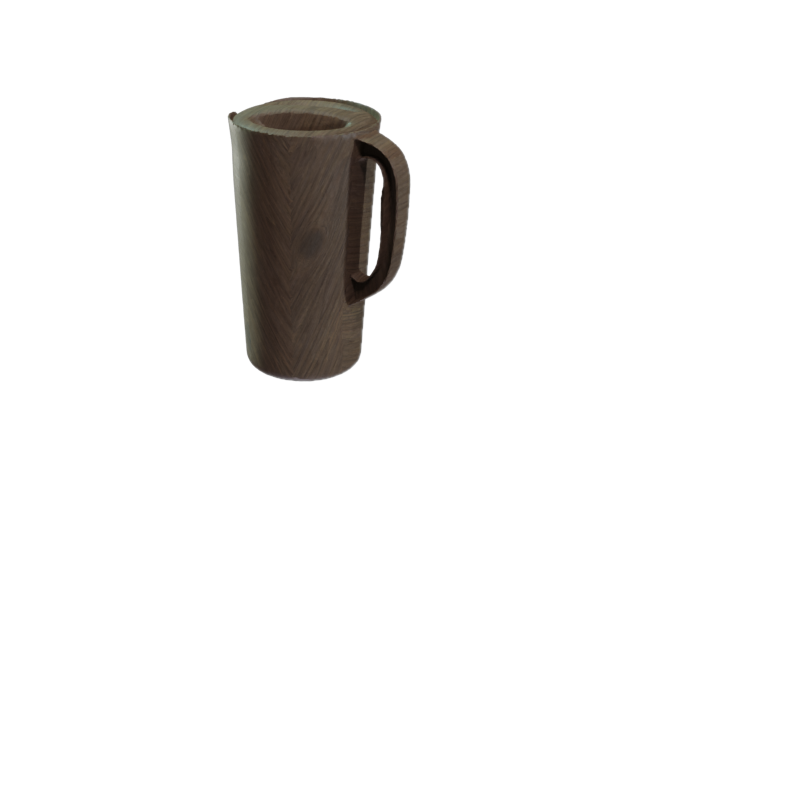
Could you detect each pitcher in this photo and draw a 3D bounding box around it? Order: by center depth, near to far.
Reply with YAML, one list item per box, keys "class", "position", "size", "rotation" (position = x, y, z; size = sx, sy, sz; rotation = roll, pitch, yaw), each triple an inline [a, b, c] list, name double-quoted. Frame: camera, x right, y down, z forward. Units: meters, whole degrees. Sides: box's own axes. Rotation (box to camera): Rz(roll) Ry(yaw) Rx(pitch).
- class: "pitcher"
  position: [-0.078, -0.141, 0.991]
  size: [0.143, 0.231, 0.159]
  rotation: [-3, 24, -10]
